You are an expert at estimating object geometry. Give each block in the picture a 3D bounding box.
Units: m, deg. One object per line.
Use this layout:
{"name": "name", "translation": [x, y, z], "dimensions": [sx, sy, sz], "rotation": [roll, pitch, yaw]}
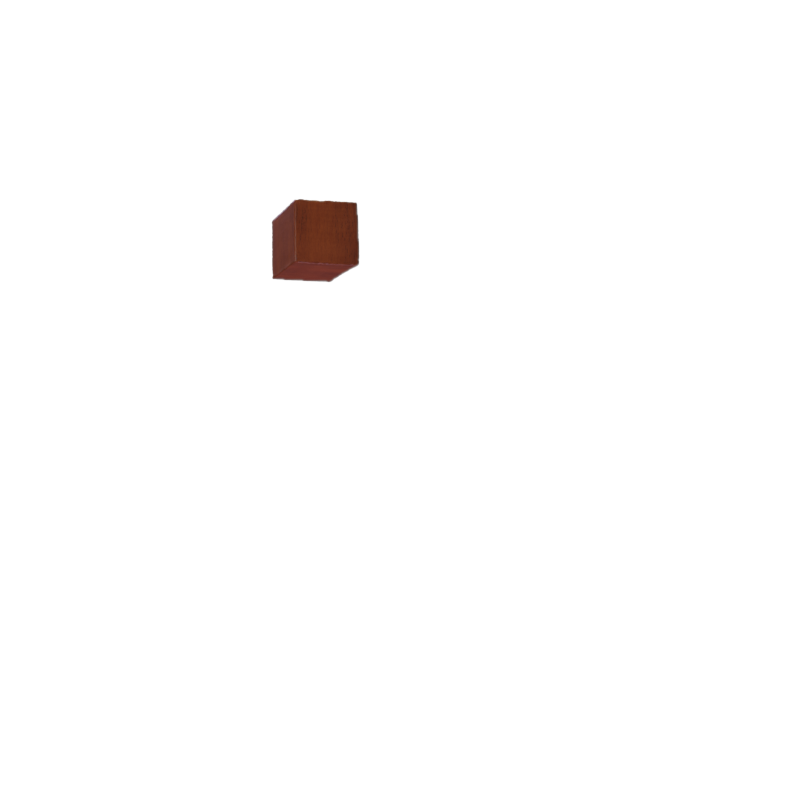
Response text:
{"name": "block", "translation": [-0.069, -0.127, 0.886], "dimensions": [0.051, 0.052, 0.078], "rotation": [2, -7, -19]}
